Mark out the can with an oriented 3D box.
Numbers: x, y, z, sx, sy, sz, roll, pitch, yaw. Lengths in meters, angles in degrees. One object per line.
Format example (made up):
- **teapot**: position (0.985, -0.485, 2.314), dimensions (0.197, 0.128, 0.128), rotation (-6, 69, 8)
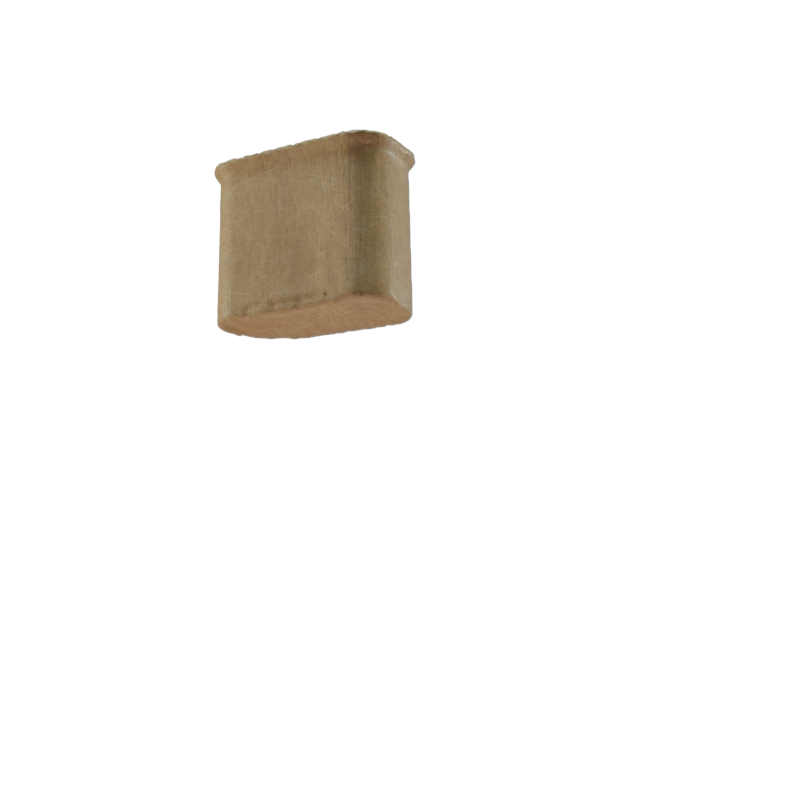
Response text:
- **can**: position (-0.043, -0.079, 0.552), dimensions (0.104, 0.087, 0.054), rotation (-8, -18, 28)
